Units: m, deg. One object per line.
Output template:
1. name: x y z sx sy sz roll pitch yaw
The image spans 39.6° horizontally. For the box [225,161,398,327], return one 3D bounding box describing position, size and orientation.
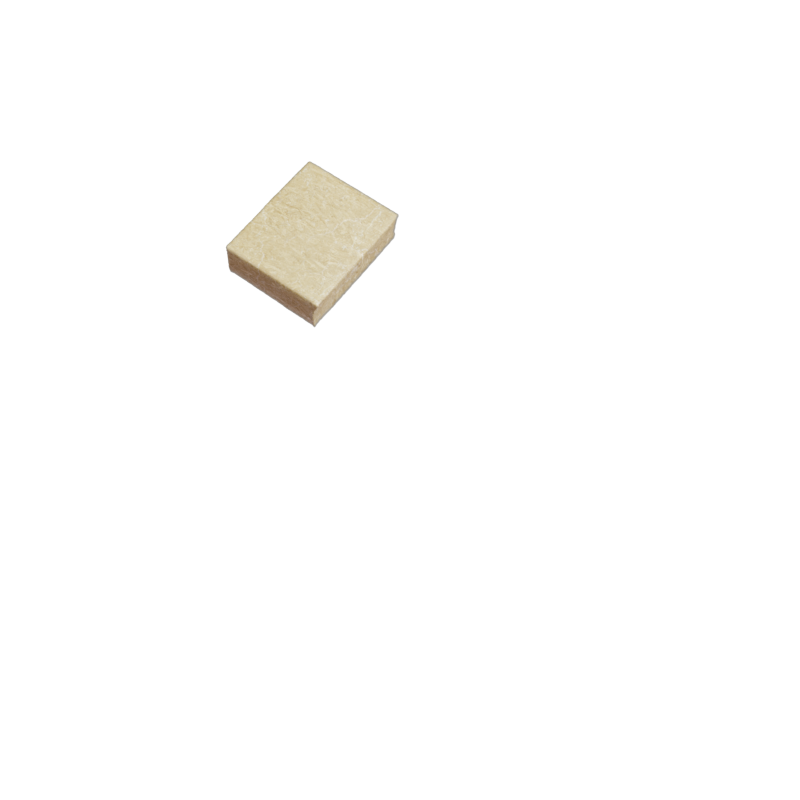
1. box: -0.069 -0.126 0.881 0.094 0.116 0.036 31 -27 17
